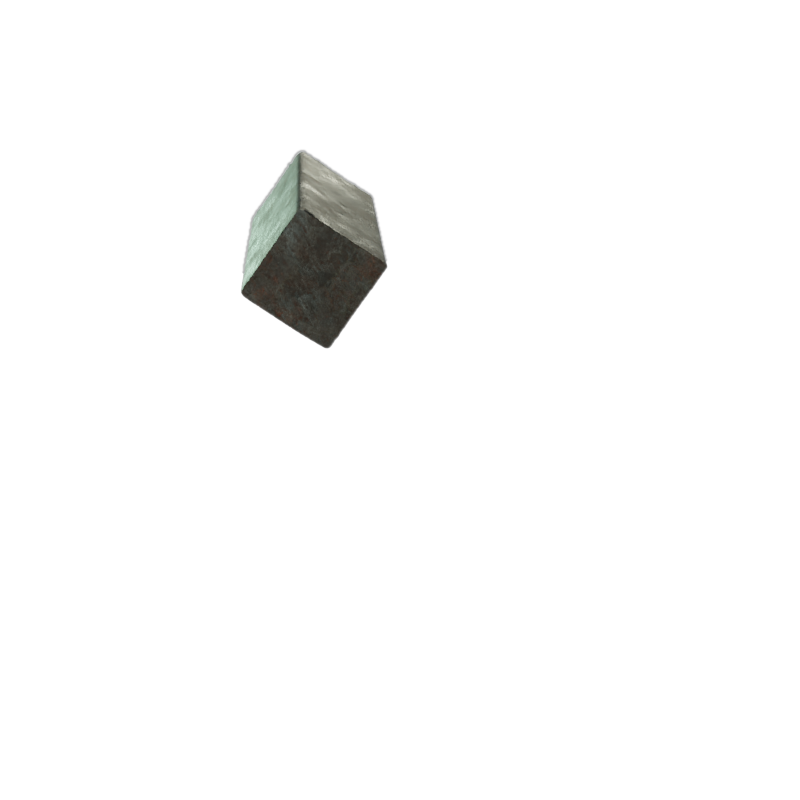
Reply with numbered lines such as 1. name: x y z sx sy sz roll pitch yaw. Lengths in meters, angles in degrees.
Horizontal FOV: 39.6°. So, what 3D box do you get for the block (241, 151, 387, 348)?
1. block: -0.078 -0.142 0.991 0.087 0.089 0.217 32 18 -16
